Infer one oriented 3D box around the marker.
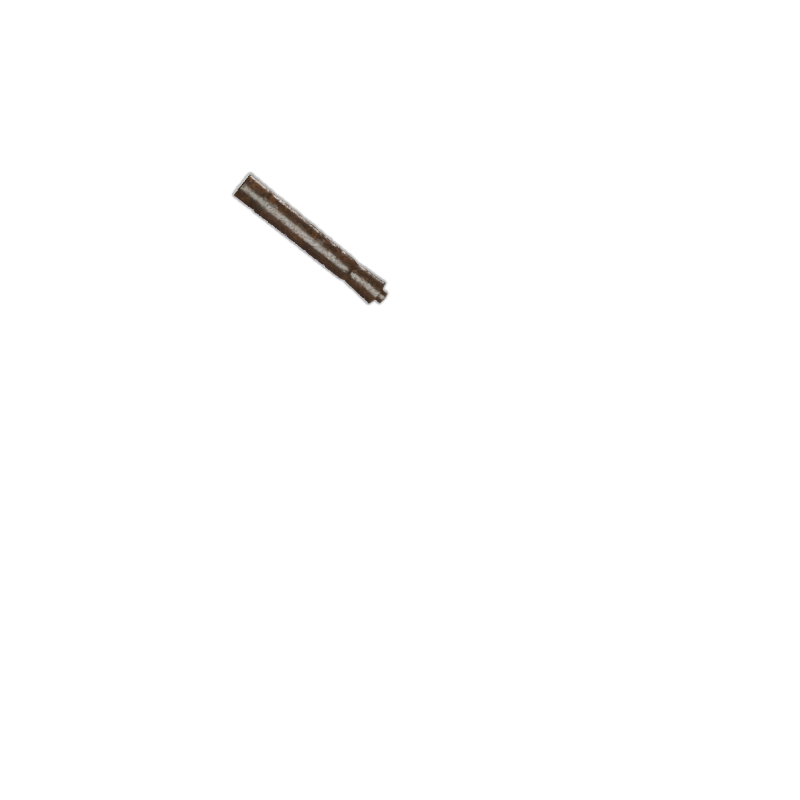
[{"bbox_3d":[-0.057,-0.104,0.728,0.119,0.020,0.020,38,-3,-6],"label":"marker"}]
